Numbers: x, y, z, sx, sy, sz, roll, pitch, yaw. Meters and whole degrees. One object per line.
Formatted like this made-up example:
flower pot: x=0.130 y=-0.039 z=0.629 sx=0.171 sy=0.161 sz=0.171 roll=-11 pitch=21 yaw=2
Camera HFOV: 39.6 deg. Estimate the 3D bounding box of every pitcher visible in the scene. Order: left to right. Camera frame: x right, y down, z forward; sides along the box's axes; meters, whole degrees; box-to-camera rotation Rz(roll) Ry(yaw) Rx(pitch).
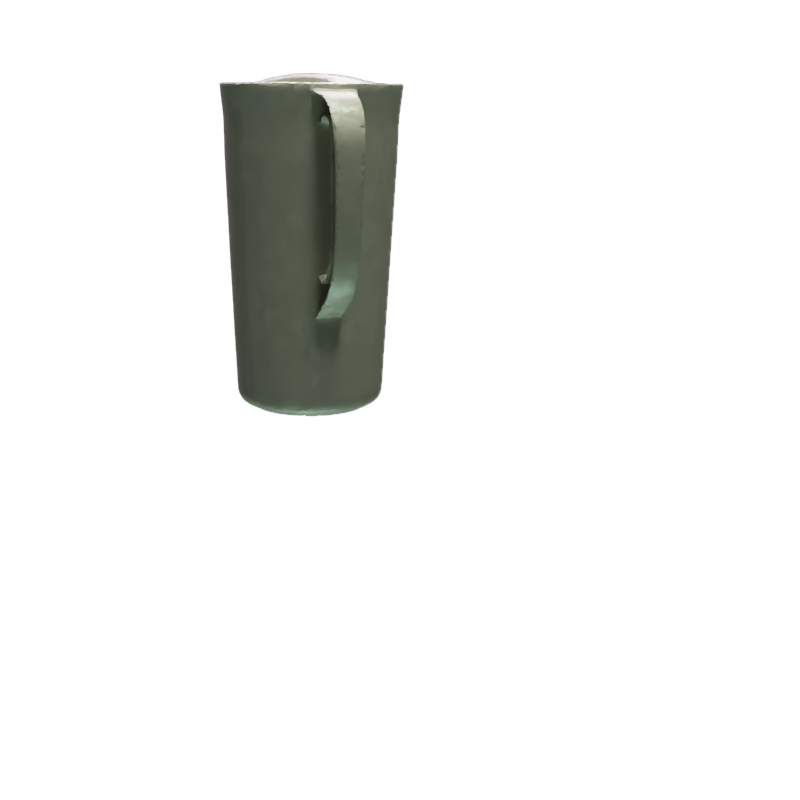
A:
pitcher: x=-0.063 y=-0.115 z=0.807 sx=0.150 sy=0.238 sz=0.147 roll=5 pitch=10 yaw=27
